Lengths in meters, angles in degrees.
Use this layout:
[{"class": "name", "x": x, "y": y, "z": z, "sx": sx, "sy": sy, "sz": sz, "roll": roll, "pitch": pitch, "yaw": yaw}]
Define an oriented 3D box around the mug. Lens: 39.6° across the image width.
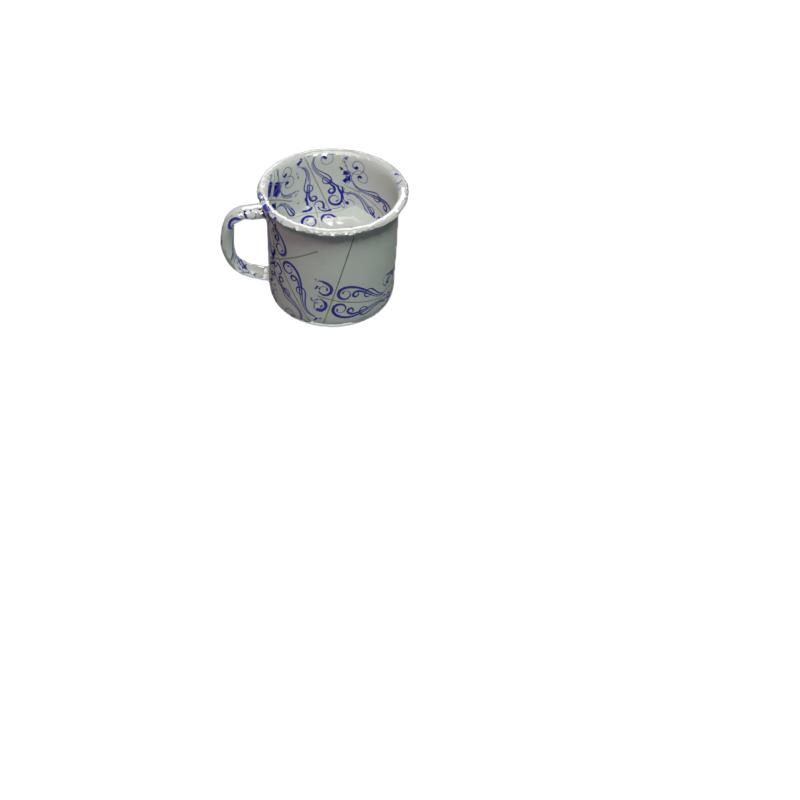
[{"class": "mug", "x": -0.055, "y": -0.100, "z": 0.702, "sx": 0.116, "sy": 0.076, "sz": 0.100, "roll": -4, "pitch": 41, "yaw": -6}]
